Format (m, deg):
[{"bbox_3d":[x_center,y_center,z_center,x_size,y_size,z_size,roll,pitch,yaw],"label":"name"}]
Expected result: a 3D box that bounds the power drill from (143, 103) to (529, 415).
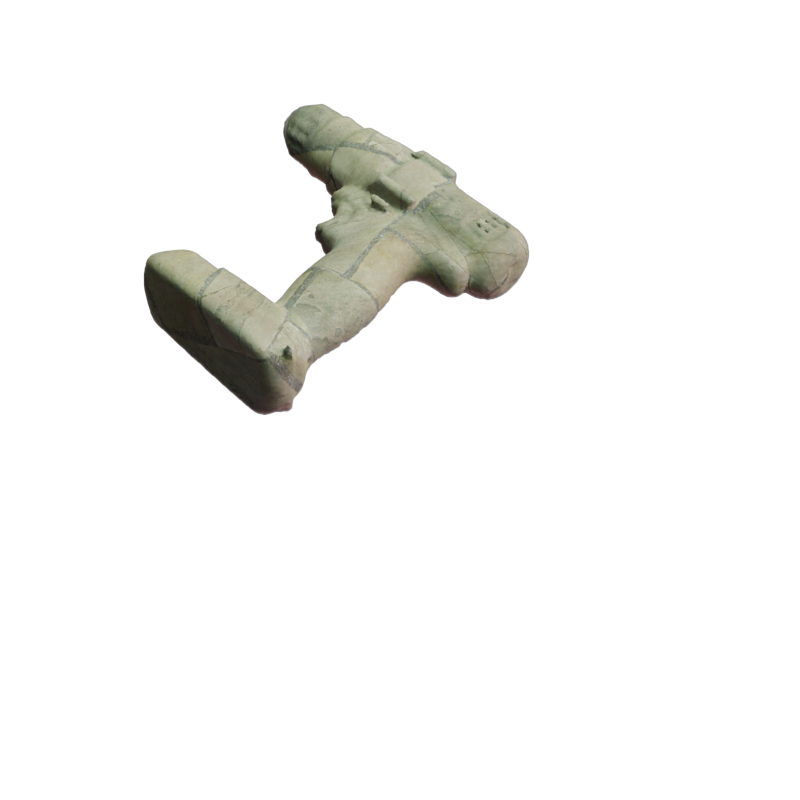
[{"bbox_3d":[-0.049,-0.090,0.629,0.189,0.053,0.197,-36,57,-28],"label":"power drill"}]
